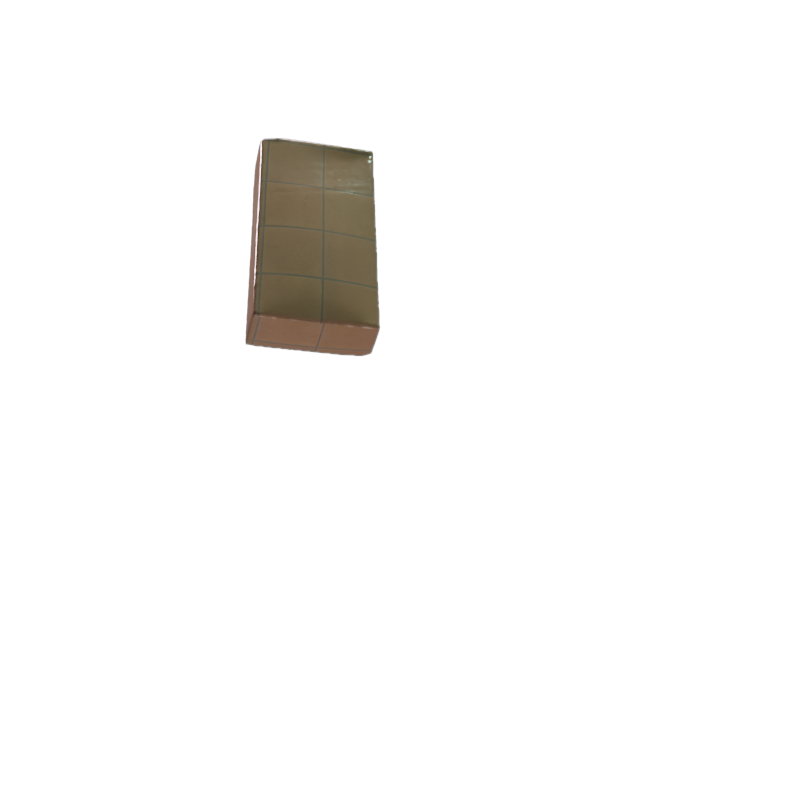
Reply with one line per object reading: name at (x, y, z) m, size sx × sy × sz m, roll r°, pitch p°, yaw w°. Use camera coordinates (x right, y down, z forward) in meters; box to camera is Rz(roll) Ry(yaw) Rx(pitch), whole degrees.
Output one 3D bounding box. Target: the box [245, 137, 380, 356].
box at (-0.066, -0.120, 0.836) m, size 0.092 × 0.189 × 0.045 m, roll 5°, pitch -35°, yaw -11°
